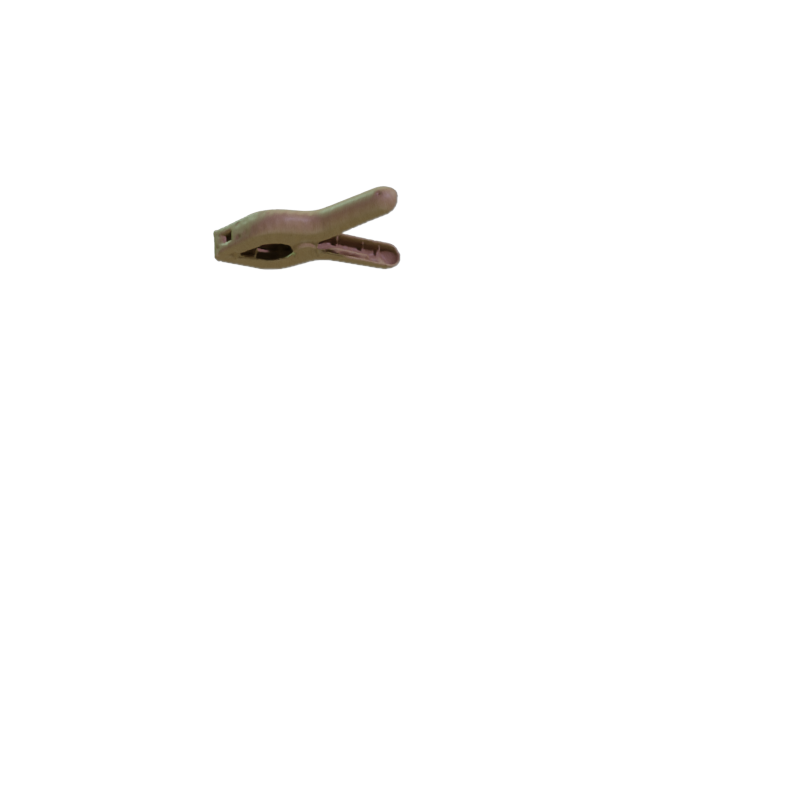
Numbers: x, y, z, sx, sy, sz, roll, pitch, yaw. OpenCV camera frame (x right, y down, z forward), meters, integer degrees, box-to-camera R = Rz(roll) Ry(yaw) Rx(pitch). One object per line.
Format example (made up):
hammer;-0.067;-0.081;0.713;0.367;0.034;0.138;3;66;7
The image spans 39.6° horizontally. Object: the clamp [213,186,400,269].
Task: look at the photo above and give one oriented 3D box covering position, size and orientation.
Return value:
clamp;-0.078;-0.142;0.993;0.173;0.042;0.111;-6;-30;11
